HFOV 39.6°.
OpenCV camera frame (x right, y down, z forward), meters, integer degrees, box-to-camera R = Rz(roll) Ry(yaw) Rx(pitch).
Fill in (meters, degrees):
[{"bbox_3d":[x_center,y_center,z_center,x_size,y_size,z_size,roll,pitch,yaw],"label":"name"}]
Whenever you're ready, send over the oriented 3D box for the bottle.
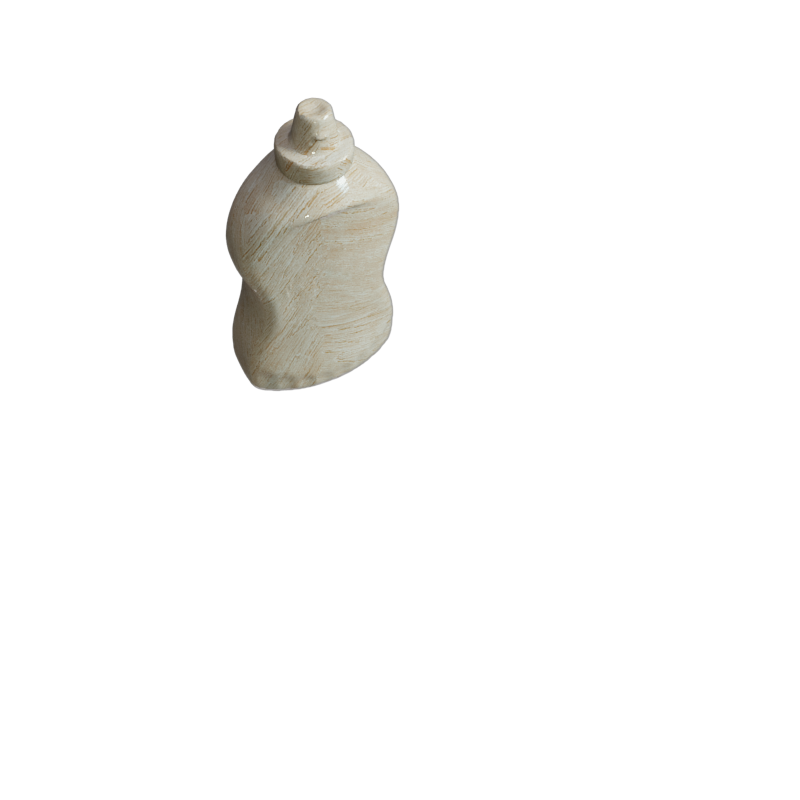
[{"bbox_3d":[-0.048,-0.087,0.612,0.095,0.063,0.179,-19,-36,-18],"label":"bottle"}]
